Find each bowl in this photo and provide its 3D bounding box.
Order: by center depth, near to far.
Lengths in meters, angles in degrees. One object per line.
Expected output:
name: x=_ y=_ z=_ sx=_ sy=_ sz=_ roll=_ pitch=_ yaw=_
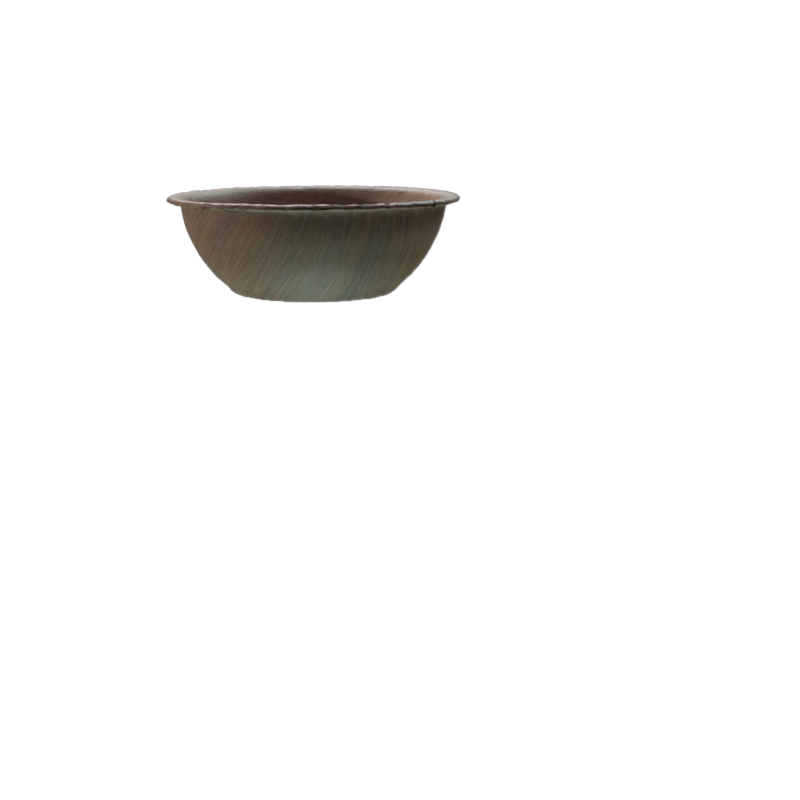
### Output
bowl: x=-0.048 y=-0.088 z=0.618 sx=0.162 sy=0.054 sz=0.166 roll=0 pitch=13 yaw=-2
